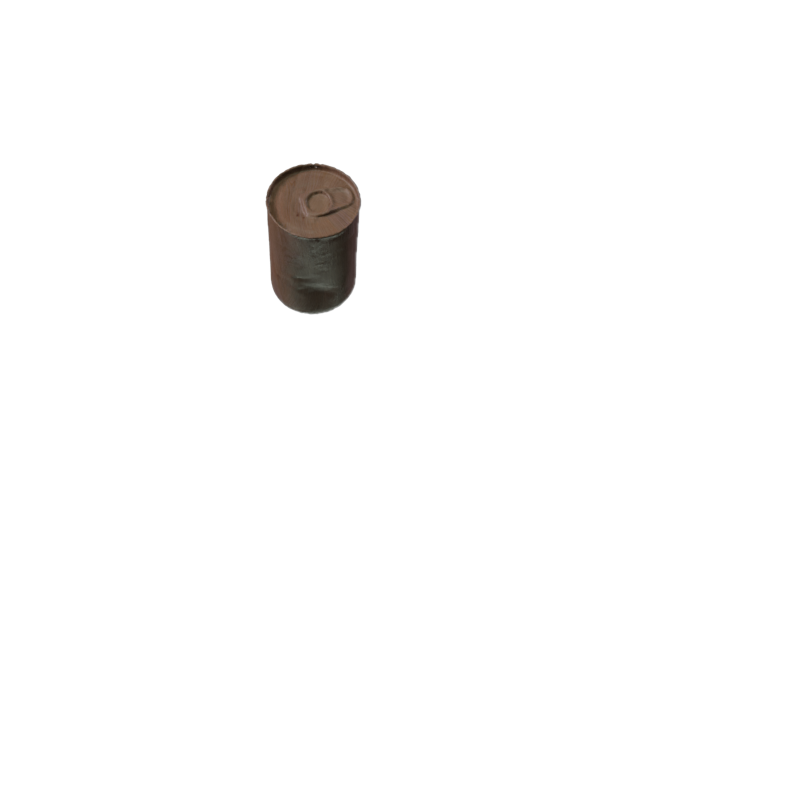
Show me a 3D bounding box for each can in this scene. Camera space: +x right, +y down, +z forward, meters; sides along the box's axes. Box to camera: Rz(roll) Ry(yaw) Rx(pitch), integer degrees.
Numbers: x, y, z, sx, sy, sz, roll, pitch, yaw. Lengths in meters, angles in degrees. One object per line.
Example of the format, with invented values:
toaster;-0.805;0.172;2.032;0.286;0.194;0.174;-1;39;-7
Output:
can;-0.065;-0.118;0.828;0.068;0.073;0.096;0;-32;-3
